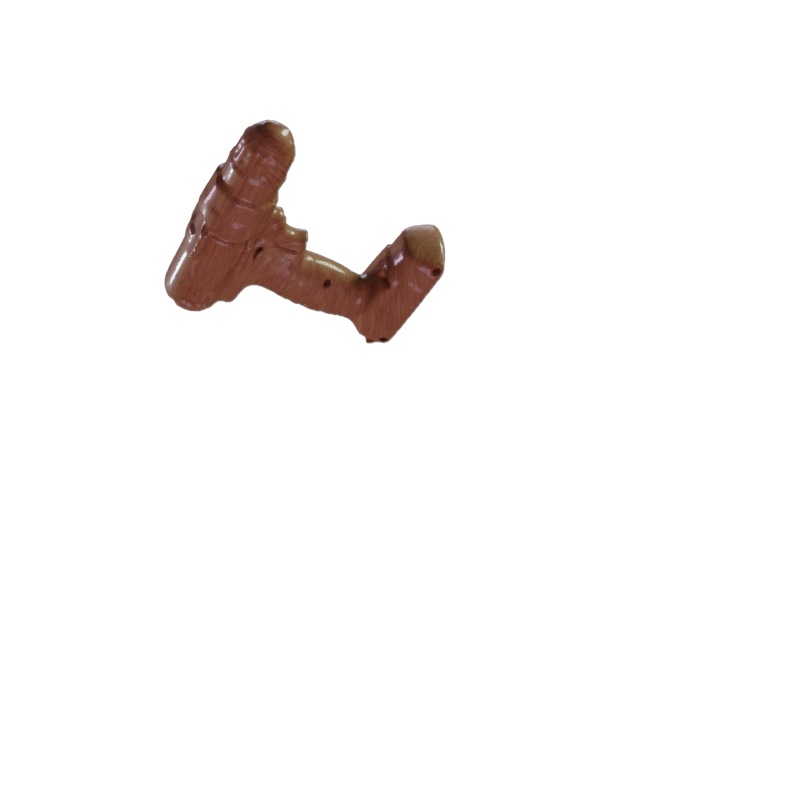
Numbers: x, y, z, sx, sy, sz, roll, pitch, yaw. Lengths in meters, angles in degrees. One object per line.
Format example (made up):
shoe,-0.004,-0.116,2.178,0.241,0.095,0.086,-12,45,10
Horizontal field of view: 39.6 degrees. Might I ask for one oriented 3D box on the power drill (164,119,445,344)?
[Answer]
power drill,-0.065,-0.118,0.828,0.181,0.062,0.178,17,-42,-20
